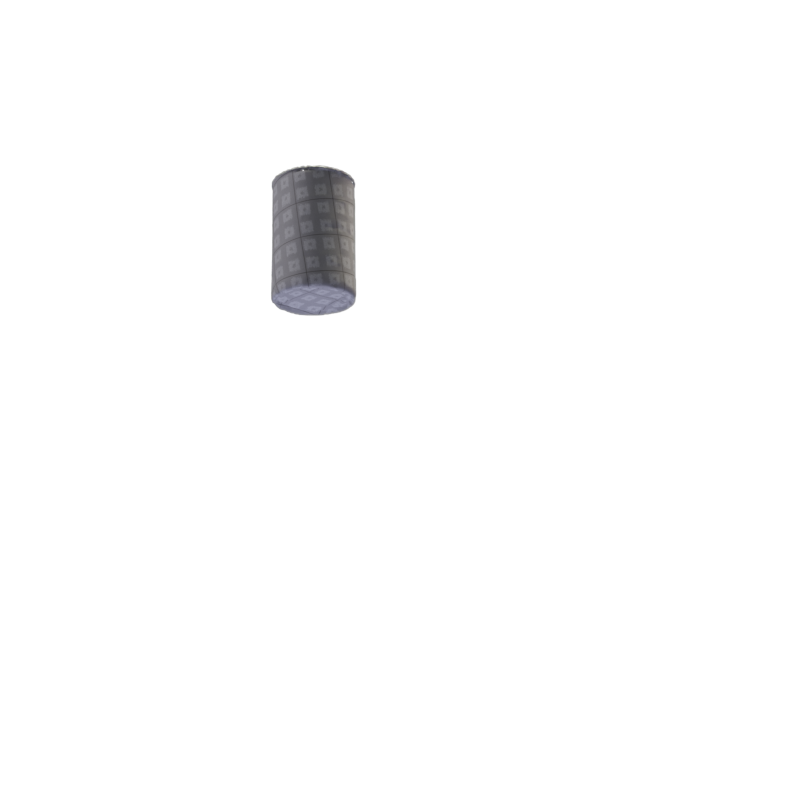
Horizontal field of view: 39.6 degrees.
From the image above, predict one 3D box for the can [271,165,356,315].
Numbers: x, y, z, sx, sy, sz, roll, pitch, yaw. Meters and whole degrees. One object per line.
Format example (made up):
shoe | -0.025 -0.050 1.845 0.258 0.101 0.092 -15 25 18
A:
can | -0.069 -0.125 0.879 0.068 0.107 0.065 0 -21 -2
